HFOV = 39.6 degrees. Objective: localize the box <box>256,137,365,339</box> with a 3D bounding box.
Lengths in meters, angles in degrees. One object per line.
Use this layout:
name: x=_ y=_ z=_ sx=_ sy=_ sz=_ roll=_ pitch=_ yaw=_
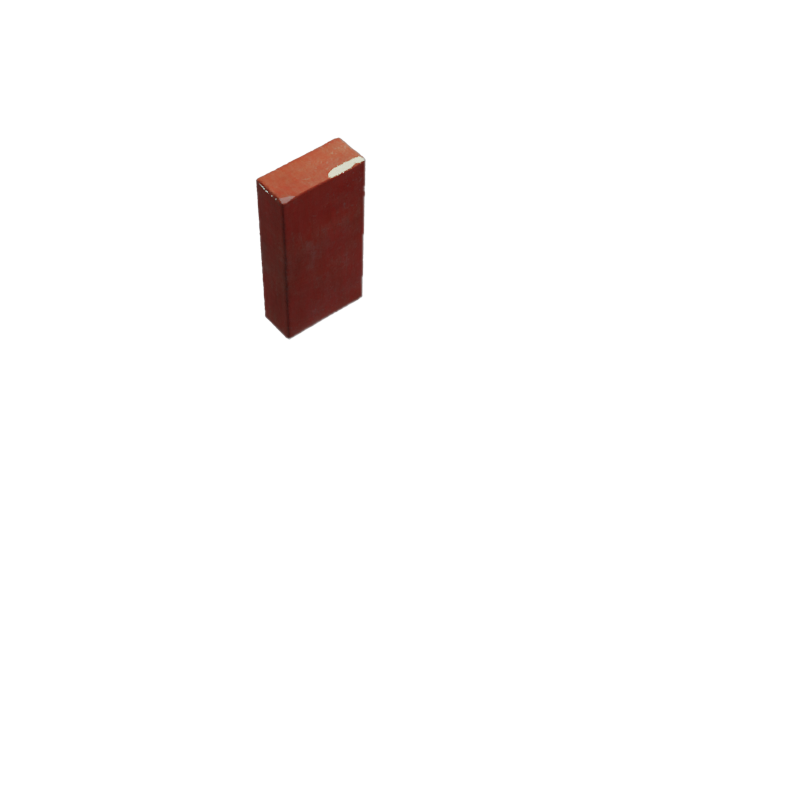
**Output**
box: x=-0.078 y=-0.142 z=0.999 sx=0.093 sy=0.051 sz=0.164 roll=-32 pitch=-29 yaw=-25
